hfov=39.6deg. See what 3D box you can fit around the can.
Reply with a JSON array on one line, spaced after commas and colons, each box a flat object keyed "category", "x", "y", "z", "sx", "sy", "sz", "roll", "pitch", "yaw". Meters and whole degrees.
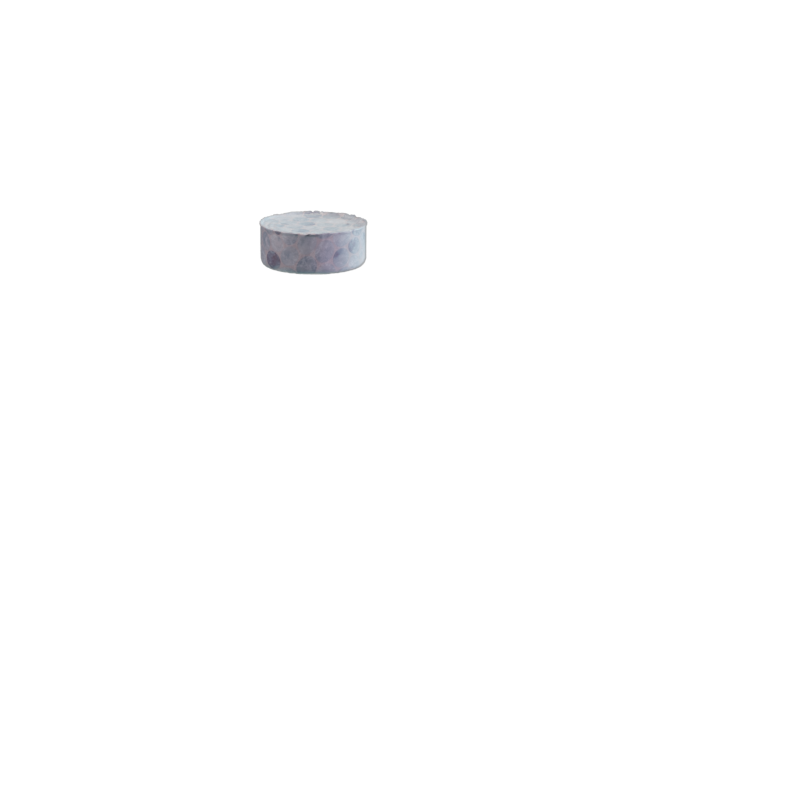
[{"category": "can", "x": -0.069, "y": -0.126, "z": 0.881, "sx": 0.086, "sy": 0.032, "sz": 0.089, "roll": -1, "pitch": 20, "yaw": -2}]
